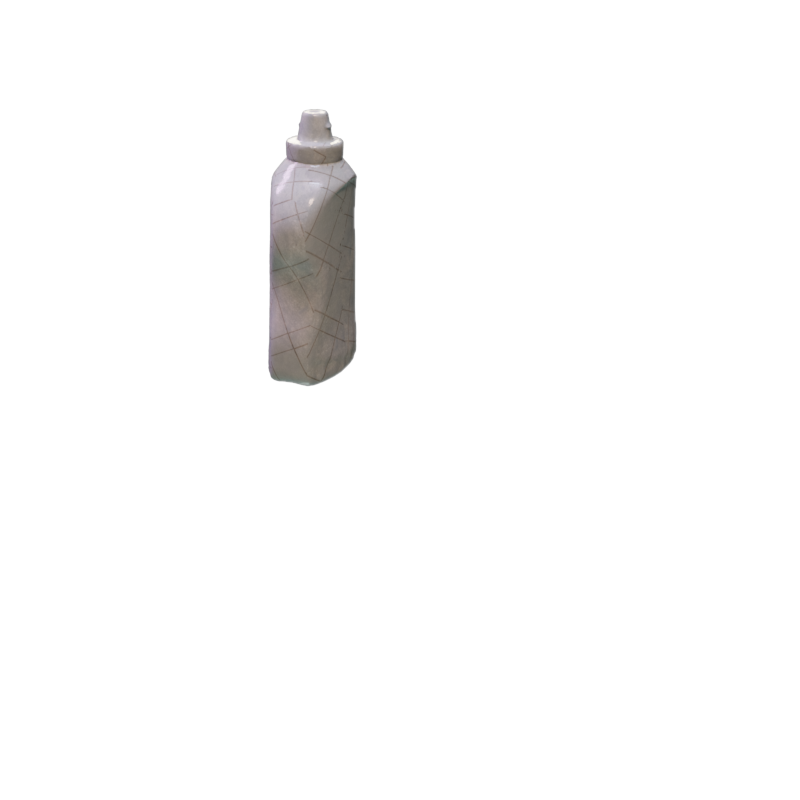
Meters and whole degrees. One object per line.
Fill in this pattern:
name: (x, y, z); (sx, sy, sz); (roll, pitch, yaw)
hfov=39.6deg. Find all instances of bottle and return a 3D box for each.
bottle: (-0.062, -0.115, 0.804); (0.060, 0.184, 0.097); (8, 20, 19)
